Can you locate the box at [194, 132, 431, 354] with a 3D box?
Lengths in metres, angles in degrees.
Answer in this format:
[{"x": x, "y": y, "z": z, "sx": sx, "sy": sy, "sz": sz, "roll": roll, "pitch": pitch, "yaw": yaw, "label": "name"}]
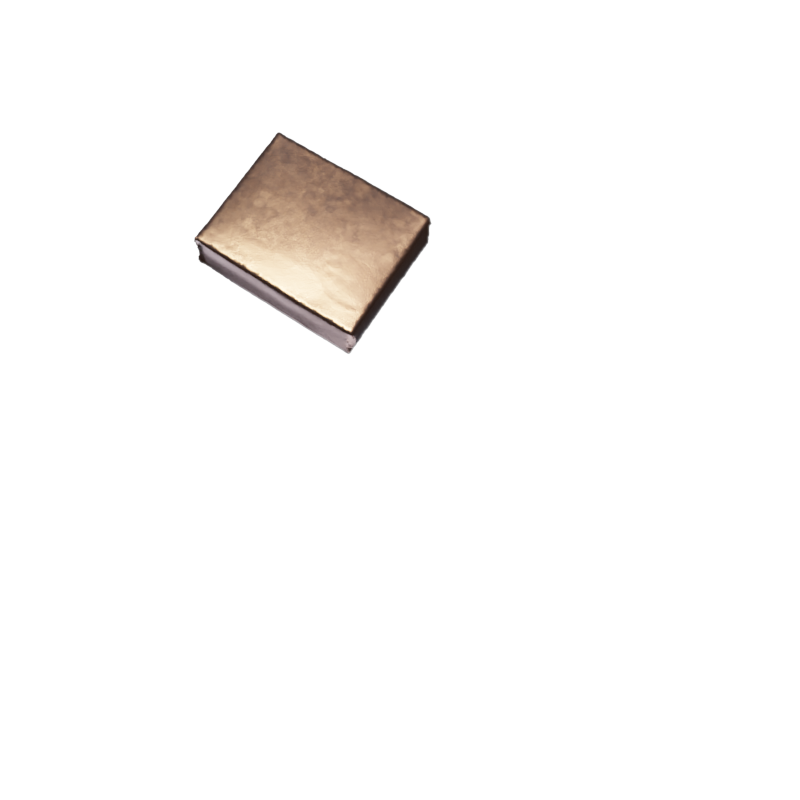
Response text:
[{"x": -0.052, "y": -0.095, "z": 0.665, "sx": 0.117, "sy": 0.092, "sz": 0.037, "roll": 30, "pitch": -23, "yaw": 13, "label": "box"}]
